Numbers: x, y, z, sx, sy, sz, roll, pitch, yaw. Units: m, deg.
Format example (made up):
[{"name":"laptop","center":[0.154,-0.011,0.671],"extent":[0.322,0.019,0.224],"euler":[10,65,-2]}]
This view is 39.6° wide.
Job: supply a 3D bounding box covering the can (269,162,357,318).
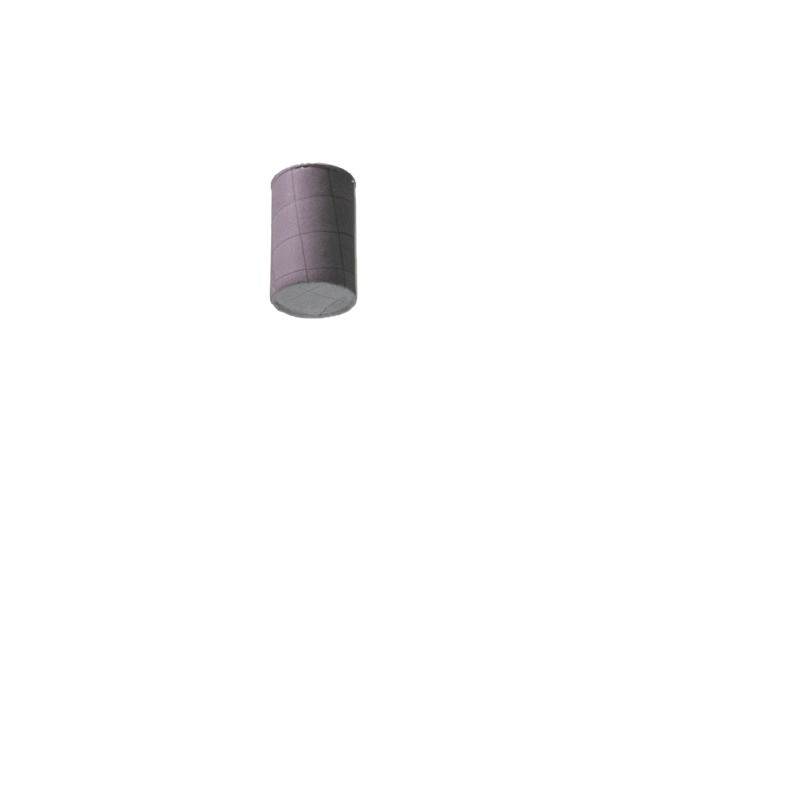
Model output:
[{"name":"can","center":[-0.067,-0.122,0.854],"extent":[0.068,0.108,0.065],"euler":[0,-24,-2]}]
